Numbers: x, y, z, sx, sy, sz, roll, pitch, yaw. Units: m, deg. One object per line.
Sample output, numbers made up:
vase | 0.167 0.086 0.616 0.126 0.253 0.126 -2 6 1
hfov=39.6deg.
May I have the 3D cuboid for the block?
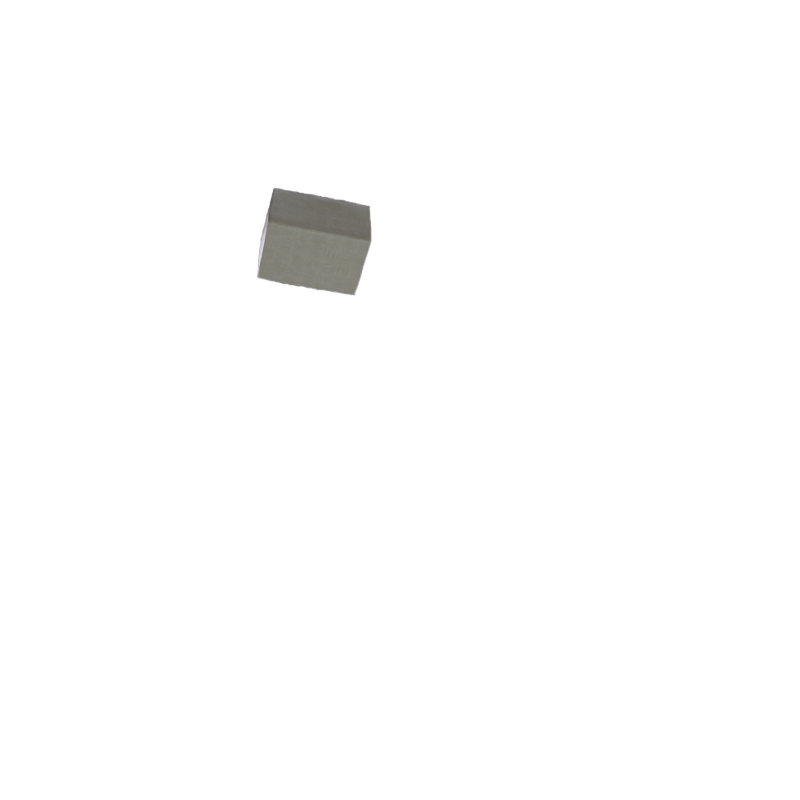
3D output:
block | -0.065 -0.119 0.831 0.077 0.050 0.055 10 36 -9
